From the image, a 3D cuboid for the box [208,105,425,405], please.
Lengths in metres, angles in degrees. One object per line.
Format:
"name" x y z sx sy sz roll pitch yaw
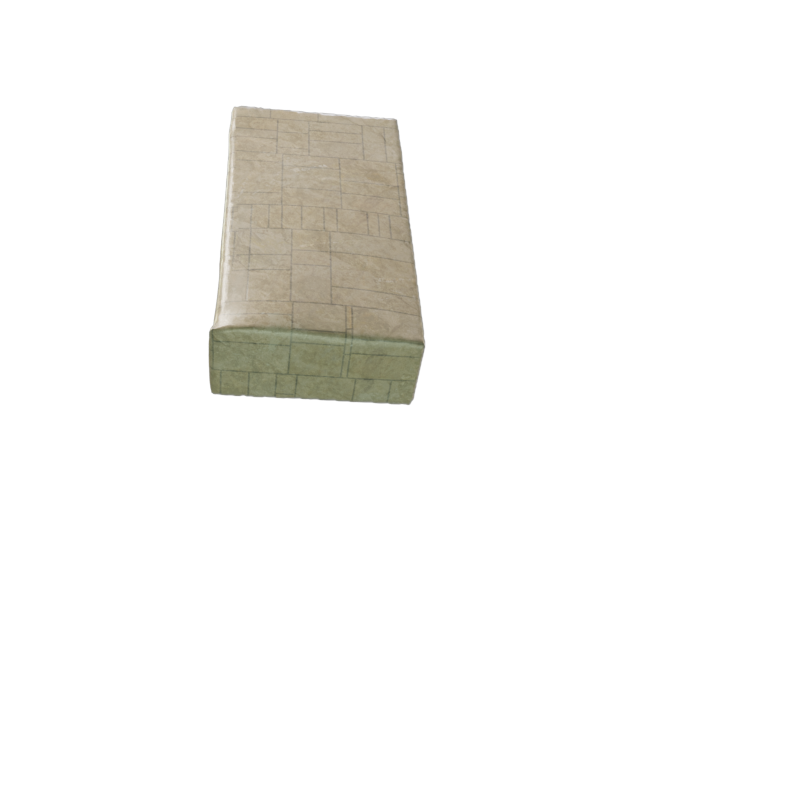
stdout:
"box" -0.043 -0.078 0.545 0.093 0.045 0.189 3 41 -6
